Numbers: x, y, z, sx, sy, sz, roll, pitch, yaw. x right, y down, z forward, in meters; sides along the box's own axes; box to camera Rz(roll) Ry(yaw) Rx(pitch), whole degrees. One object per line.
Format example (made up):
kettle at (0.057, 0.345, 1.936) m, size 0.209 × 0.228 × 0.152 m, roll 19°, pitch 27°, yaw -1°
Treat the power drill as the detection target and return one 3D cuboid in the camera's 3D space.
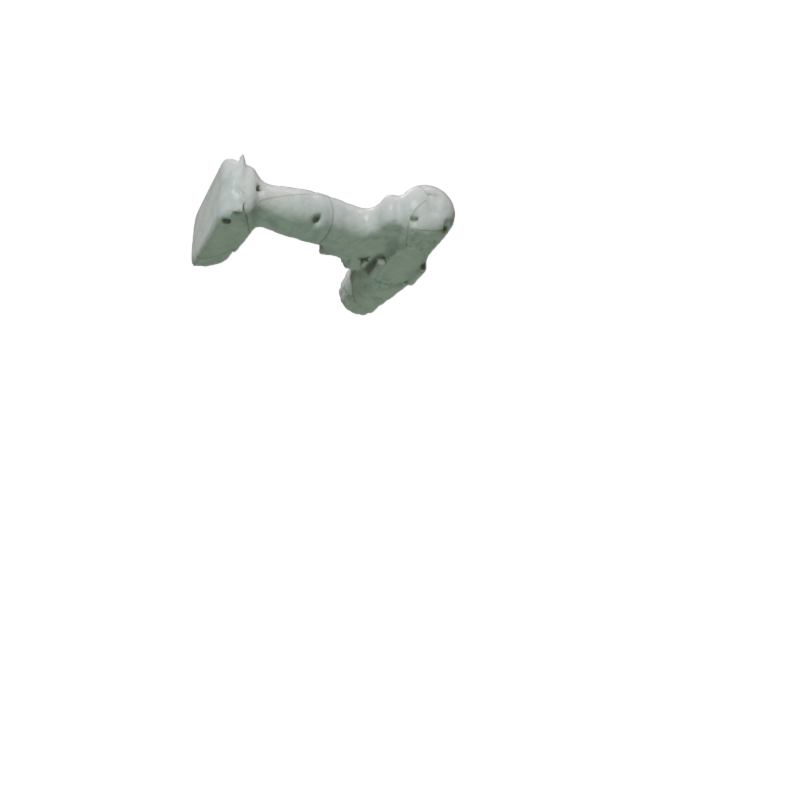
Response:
power drill at (-0.071, -0.129, 0.902) m, size 0.183 × 0.061 × 0.179 m, roll 8°, pitch -25°, yaw -18°
